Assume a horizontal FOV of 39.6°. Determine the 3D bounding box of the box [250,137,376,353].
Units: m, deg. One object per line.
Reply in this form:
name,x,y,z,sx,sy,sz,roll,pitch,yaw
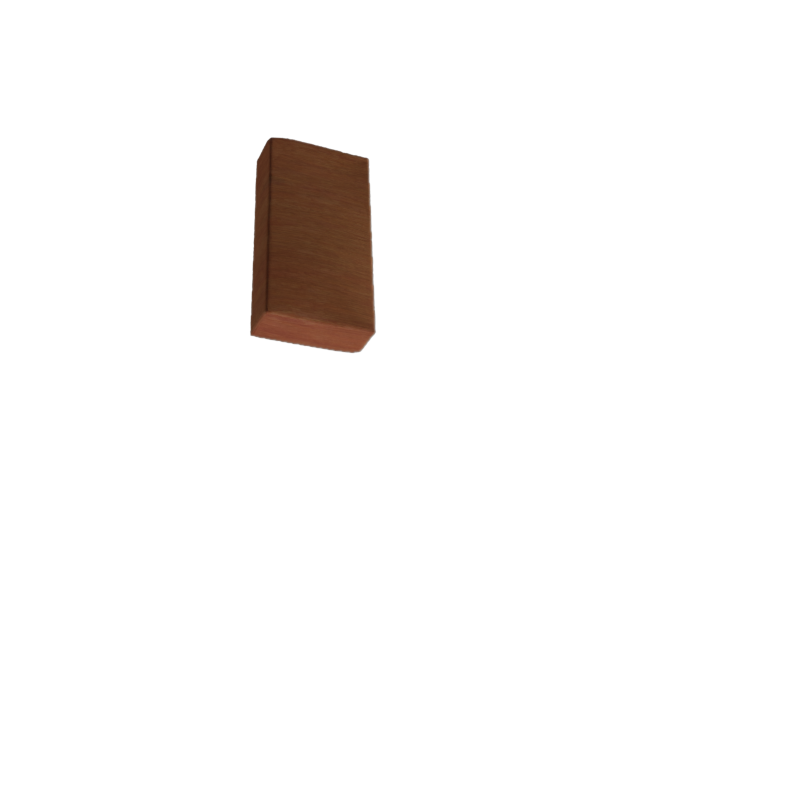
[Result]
box,-0.071,-0.129,0.901,0.090,0.188,0.046,9,-33,-19
